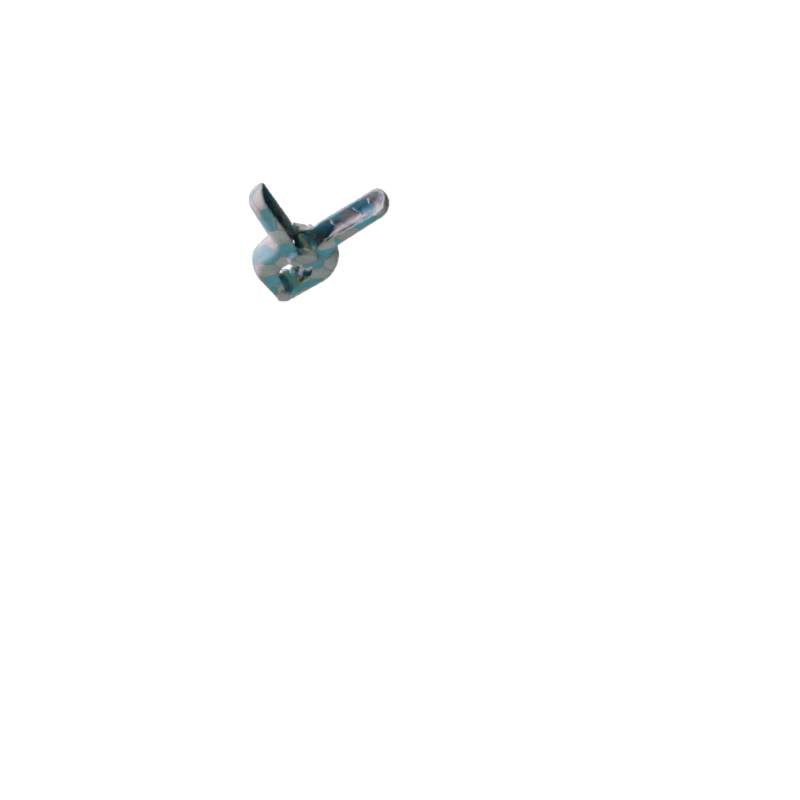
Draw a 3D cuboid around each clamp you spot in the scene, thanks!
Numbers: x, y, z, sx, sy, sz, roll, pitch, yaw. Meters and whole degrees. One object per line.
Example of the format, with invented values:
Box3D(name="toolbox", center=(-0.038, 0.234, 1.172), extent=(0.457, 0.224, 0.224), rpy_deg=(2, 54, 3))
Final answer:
Box3D(name="clamp", center=(-0.078, -0.142, 0.991), extent=(0.119, 0.041, 0.163), rpy_deg=(3, -23, -7))
